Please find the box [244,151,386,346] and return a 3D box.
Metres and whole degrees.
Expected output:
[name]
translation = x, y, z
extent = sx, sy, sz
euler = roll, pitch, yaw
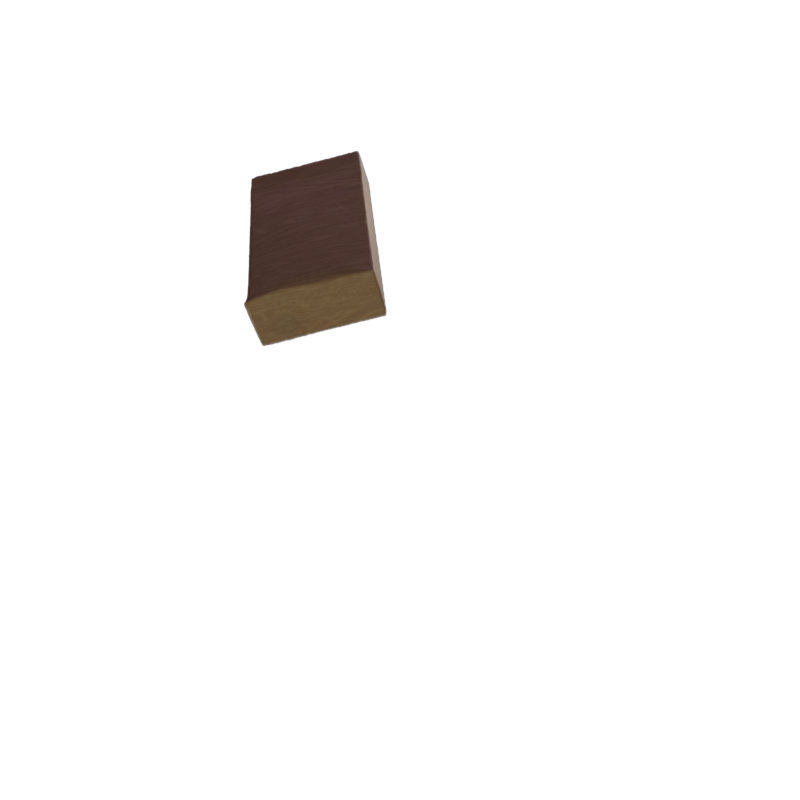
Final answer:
[box]
translation = -0.064, -0.118, 0.825
extent = 0.094, 0.045, 0.188
euler = -14, 35, 6
